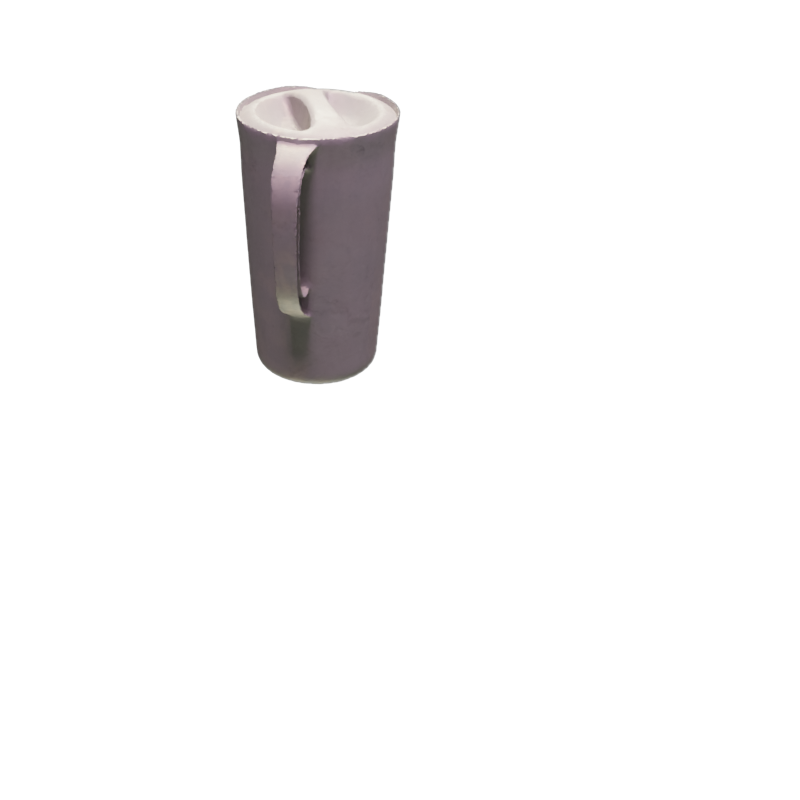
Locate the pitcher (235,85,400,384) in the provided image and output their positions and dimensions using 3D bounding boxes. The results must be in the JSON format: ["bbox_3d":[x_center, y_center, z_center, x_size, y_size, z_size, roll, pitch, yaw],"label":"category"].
[{"bbox_3d":[-0.074,-0.134,0.939,0.147,0.229,0.156,-17,34,-30],"label":"pitcher"}]
